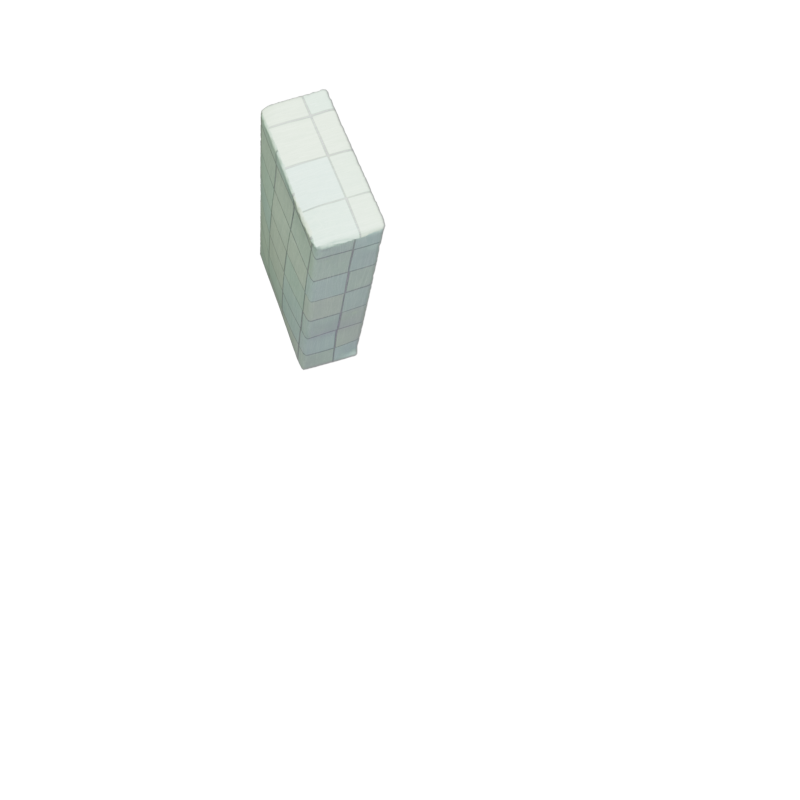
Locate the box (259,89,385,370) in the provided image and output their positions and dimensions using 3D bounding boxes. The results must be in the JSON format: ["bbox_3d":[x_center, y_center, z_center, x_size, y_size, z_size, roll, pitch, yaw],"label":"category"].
[{"bbox_3d":[-0.052,-0.093,0.654,0.048,0.099,0.167,-18,-20,-11],"label":"box"}]
